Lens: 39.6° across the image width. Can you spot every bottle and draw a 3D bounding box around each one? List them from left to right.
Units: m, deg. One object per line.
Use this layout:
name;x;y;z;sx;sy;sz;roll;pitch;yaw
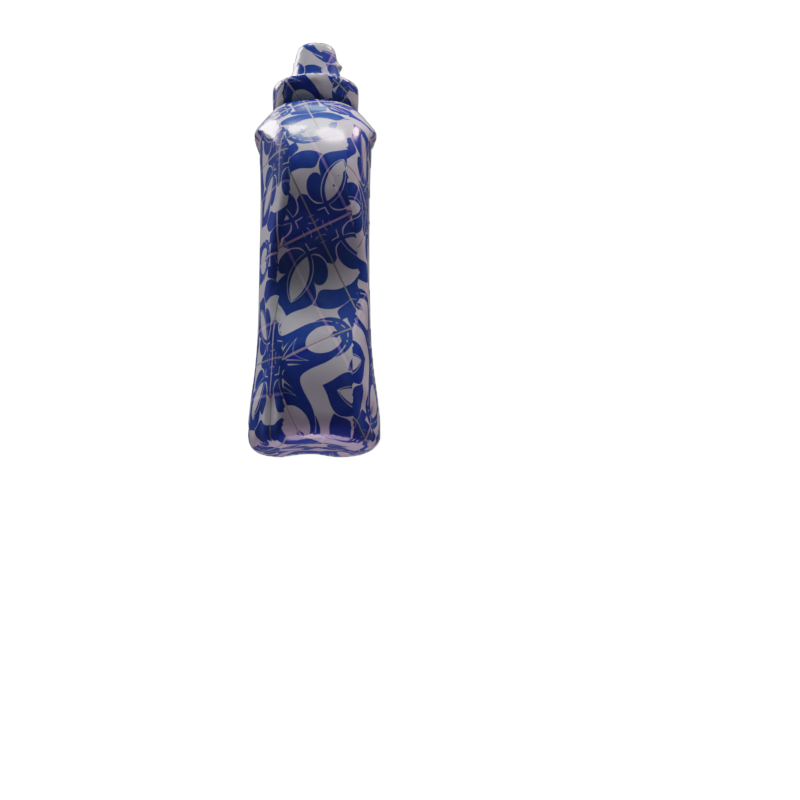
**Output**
bottle;-0.039;-0.073;0.510;0.058;0.198;0.093;0;-13;-4
